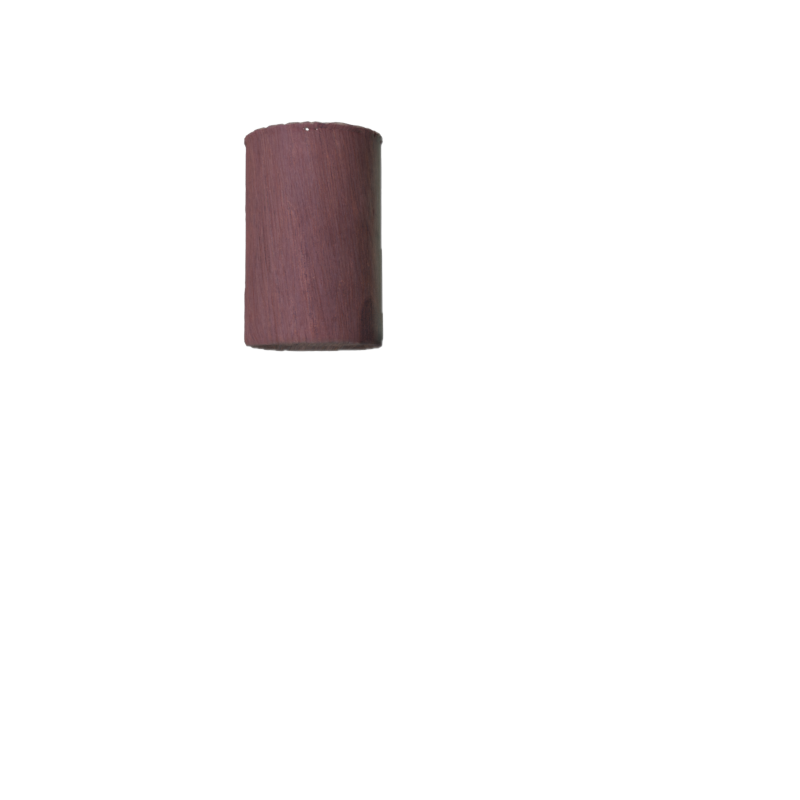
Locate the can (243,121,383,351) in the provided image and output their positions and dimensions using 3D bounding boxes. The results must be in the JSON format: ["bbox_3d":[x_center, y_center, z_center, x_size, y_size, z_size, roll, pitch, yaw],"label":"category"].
[{"bbox_3d":[-0.042,-0.076,0.534,0.068,0.104,0.067,0,-6,-2],"label":"can"}]
